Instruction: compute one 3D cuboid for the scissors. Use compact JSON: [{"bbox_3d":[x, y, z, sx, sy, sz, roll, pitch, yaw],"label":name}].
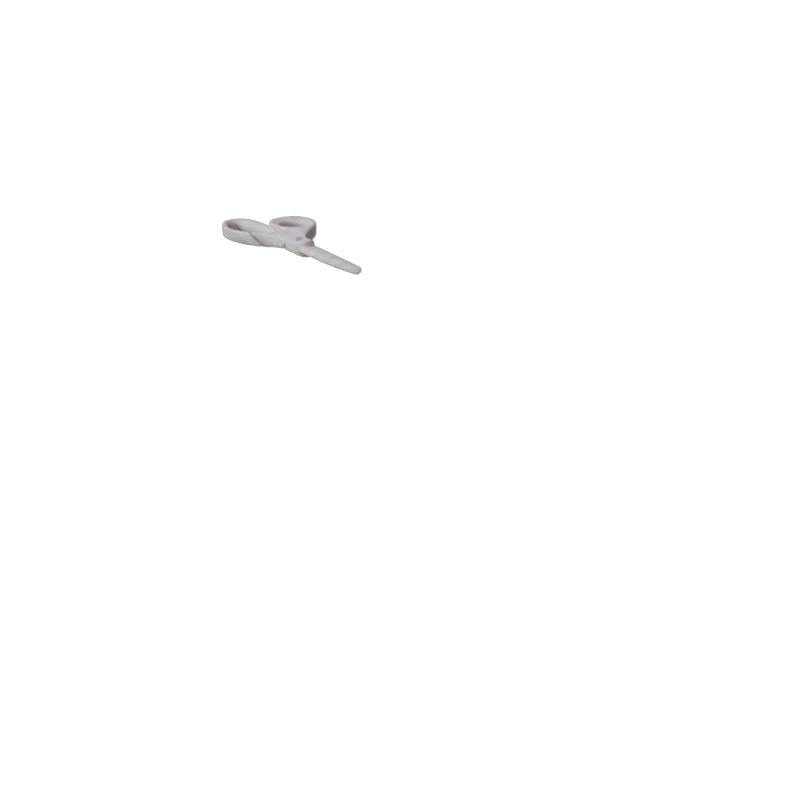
[{"bbox_3d":[-0.077,-0.141,0.989,0.214,0.015,0.095,20,29,41],"label":"scissors"}]
